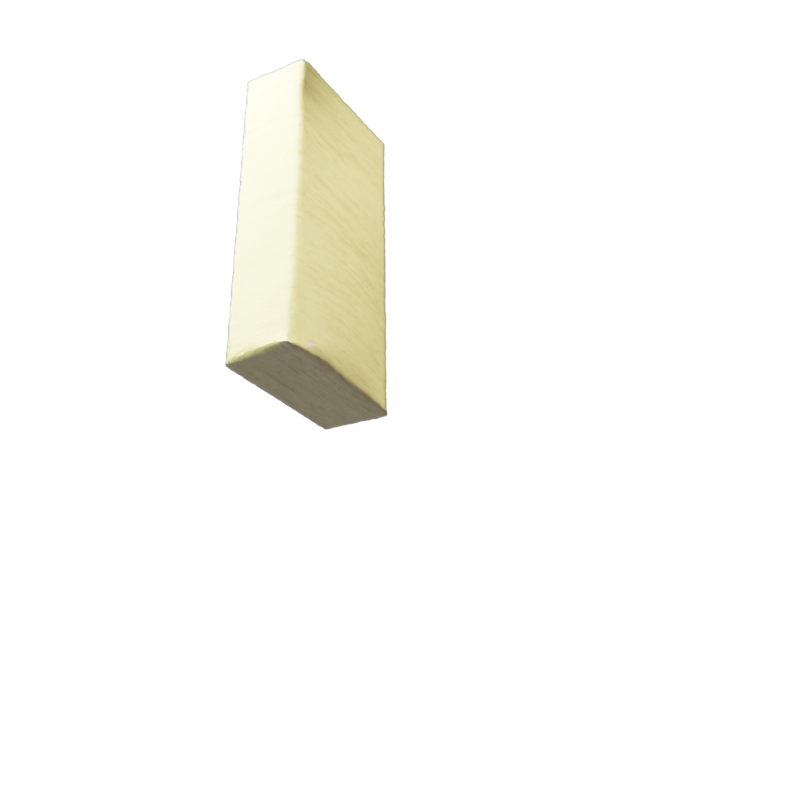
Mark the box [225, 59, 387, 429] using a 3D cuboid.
[{"bbox_3d":[-0.047,-0.084,0.593,0.048,0.188,0.086,-19,-35,25],"label":"box"}]
